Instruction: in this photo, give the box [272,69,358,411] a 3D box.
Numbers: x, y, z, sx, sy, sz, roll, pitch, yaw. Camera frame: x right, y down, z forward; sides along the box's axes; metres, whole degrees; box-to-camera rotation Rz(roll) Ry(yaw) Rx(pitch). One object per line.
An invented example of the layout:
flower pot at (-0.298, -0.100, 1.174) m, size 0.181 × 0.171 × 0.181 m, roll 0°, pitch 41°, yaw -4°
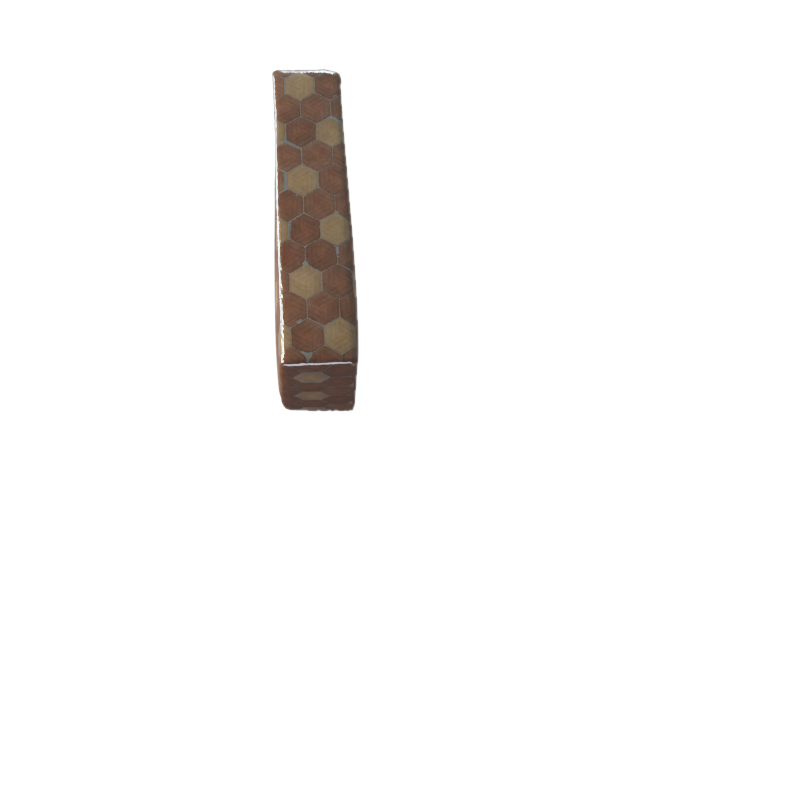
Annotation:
box at (-0.049, -0.090, 0.631) m, size 0.048 × 0.185 × 0.089 m, roll 0°, pitch -22°, yaw -4°
